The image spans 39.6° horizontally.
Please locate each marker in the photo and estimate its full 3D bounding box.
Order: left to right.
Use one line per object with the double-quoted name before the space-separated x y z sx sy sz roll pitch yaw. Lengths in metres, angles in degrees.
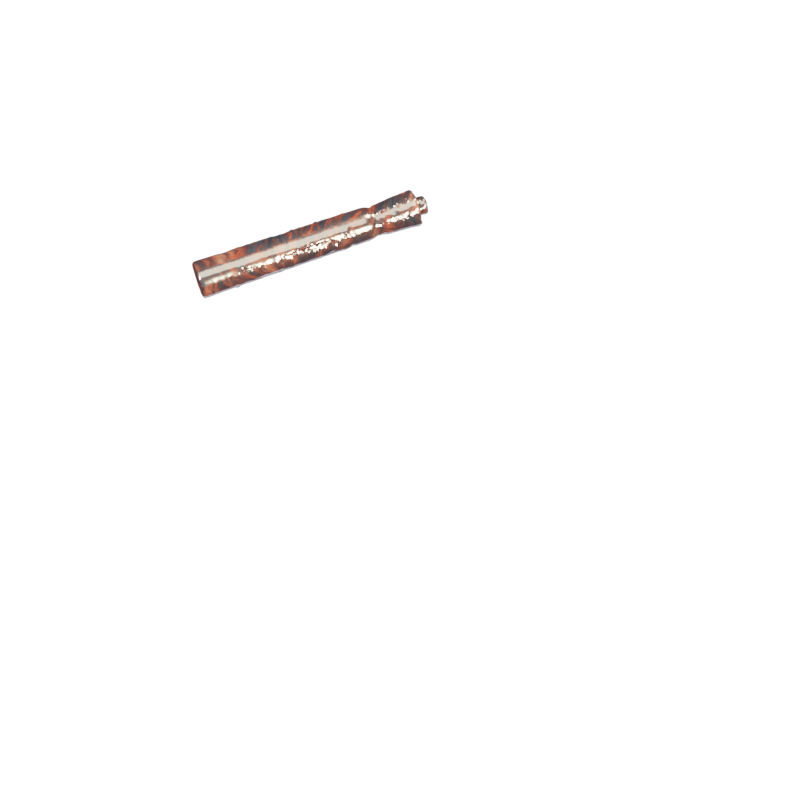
"marker" -0.043 -0.079 0.550 0.120 0.019 0.020 -20 8 -9
